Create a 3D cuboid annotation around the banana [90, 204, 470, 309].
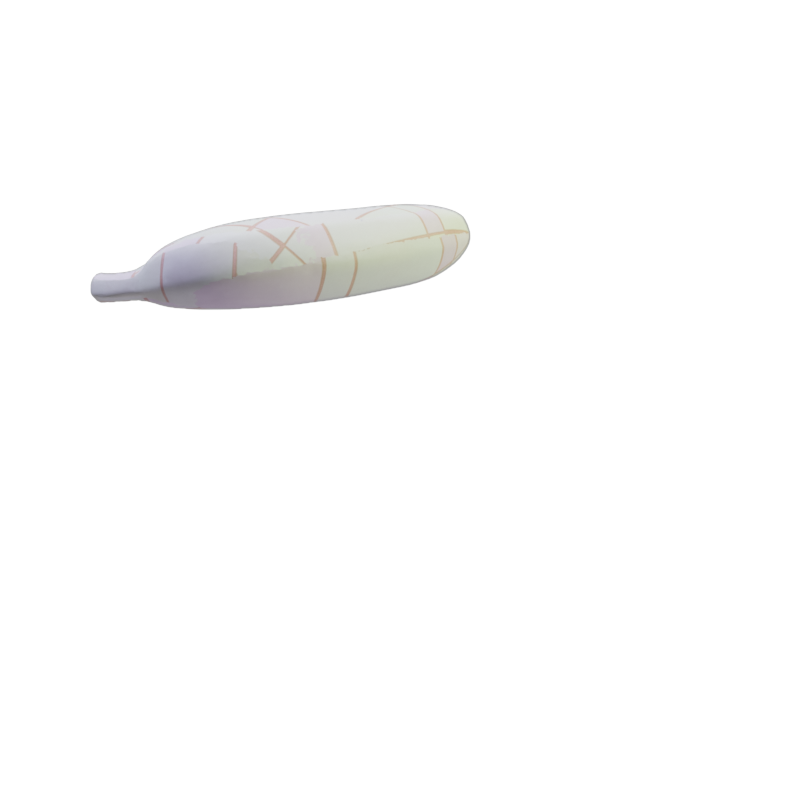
[{"bbox_3d":[-0.031,-0.066,0.483,0.193,0.036,0.073,-12,19,-34],"label":"banana"}]
